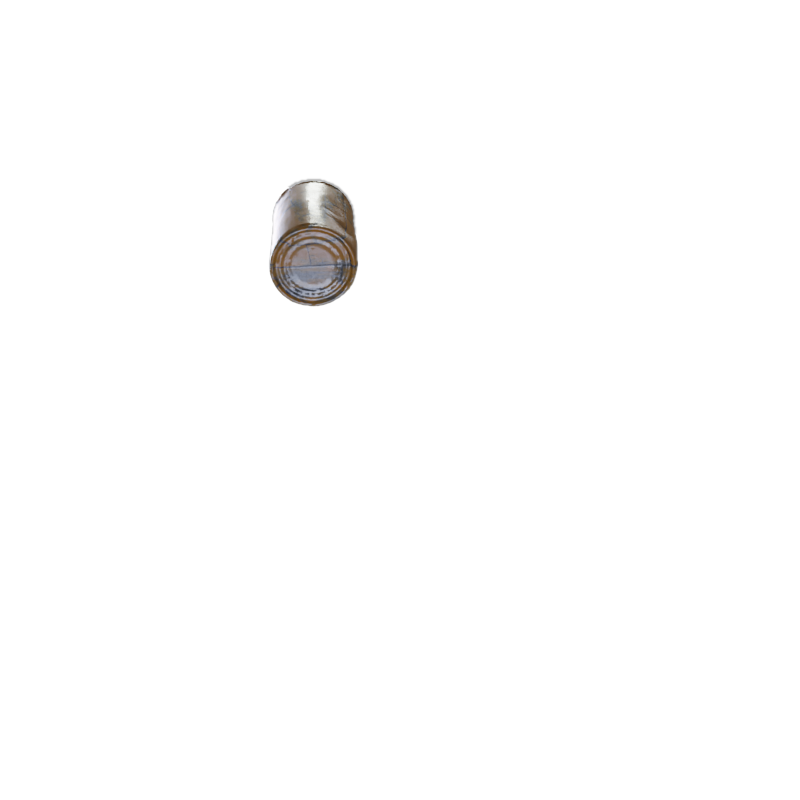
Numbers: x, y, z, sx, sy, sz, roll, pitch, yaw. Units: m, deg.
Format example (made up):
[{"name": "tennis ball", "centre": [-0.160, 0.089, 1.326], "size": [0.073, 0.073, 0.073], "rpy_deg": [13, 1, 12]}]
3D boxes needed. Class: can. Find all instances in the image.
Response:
[{"name": "can", "centre": [-0.068, -0.125, 0.874], "size": [0.068, 0.065, 0.108], "rpy_deg": [0, 28, -3]}]
